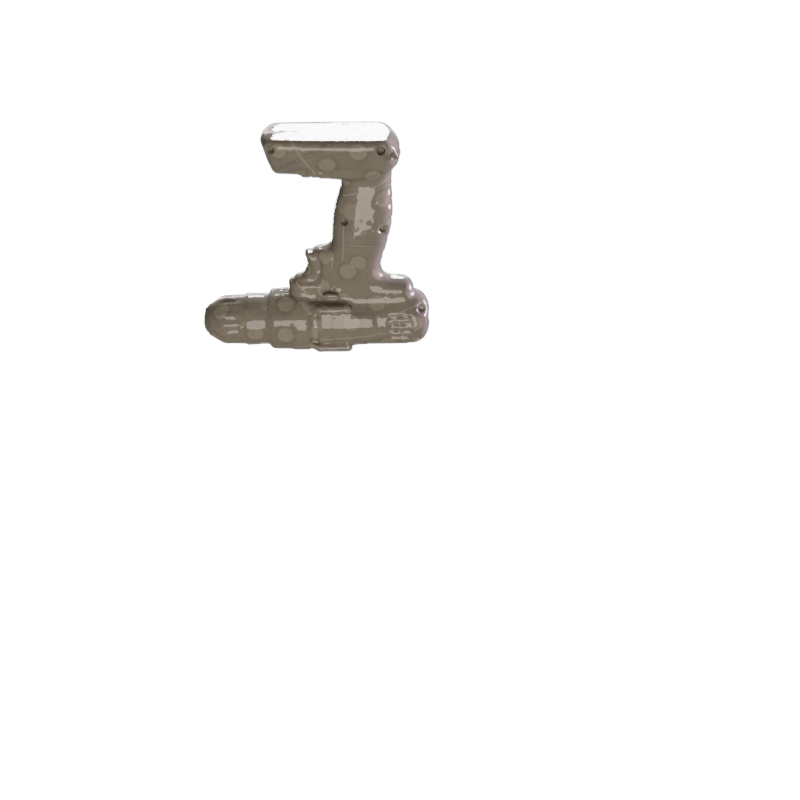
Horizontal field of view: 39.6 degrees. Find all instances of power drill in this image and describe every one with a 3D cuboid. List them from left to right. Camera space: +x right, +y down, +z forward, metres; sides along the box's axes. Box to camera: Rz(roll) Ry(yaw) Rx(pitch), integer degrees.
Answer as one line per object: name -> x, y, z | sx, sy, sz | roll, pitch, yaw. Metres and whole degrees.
power drill -> -0.069, -0.126, 0.884 | 0.184, 0.177, 0.061 | -1, 27, 0
